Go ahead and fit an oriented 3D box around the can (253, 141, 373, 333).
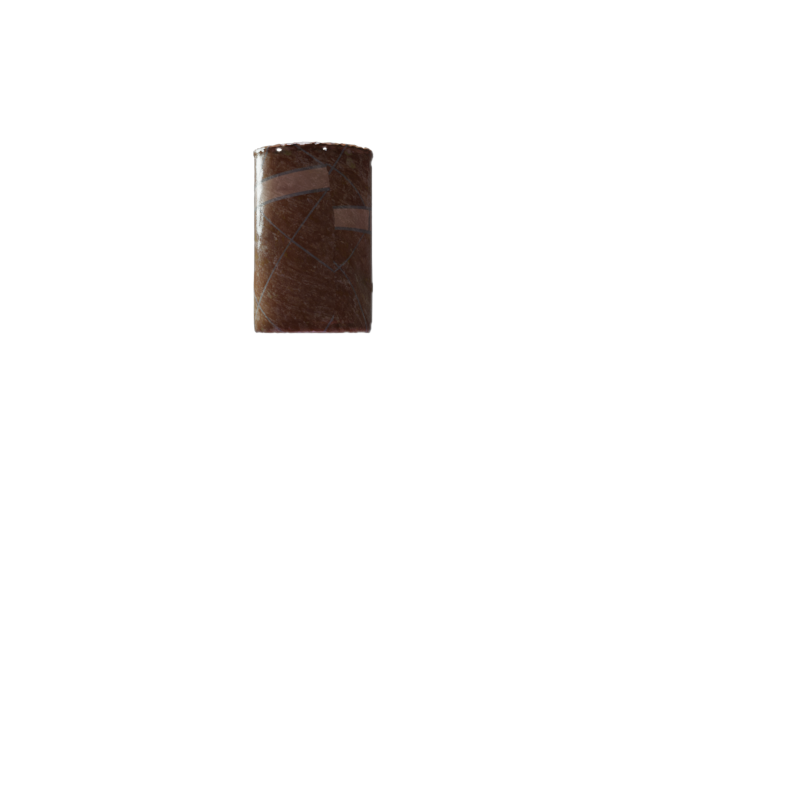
[{"bbox_3d":[-0.049,-0.089,0.622,0.068,0.103,0.068,0,-2,-2],"label":"can"}]
